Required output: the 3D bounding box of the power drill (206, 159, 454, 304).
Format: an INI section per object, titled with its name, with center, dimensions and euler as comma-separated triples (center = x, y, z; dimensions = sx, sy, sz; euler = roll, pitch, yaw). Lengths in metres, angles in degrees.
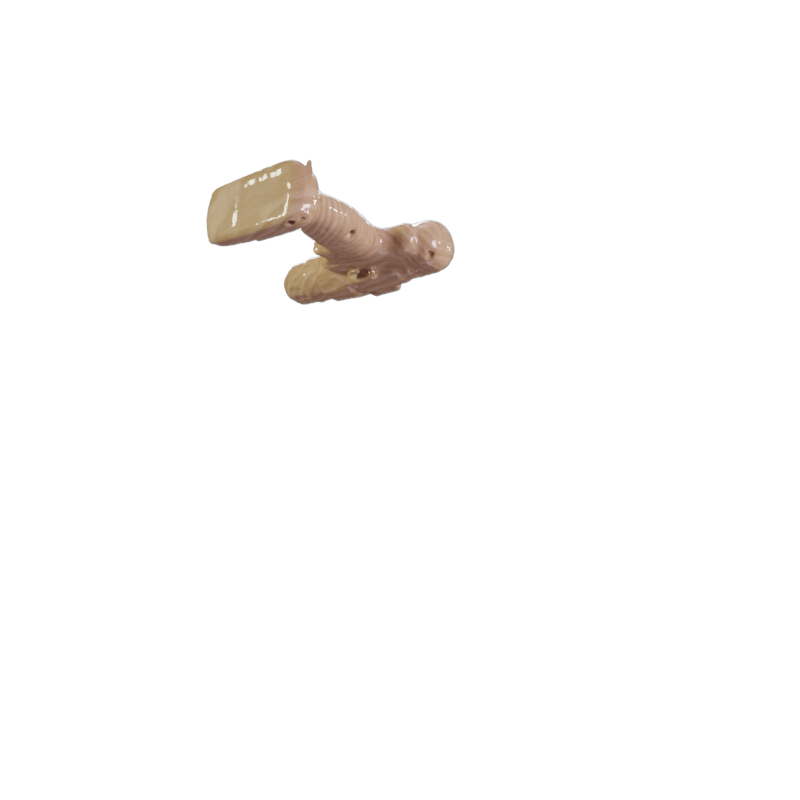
[power drill]
center = -0.075, -0.137, 0.957
dimensions = 0.187, 0.060, 0.176
euler = -14, -21, 38
